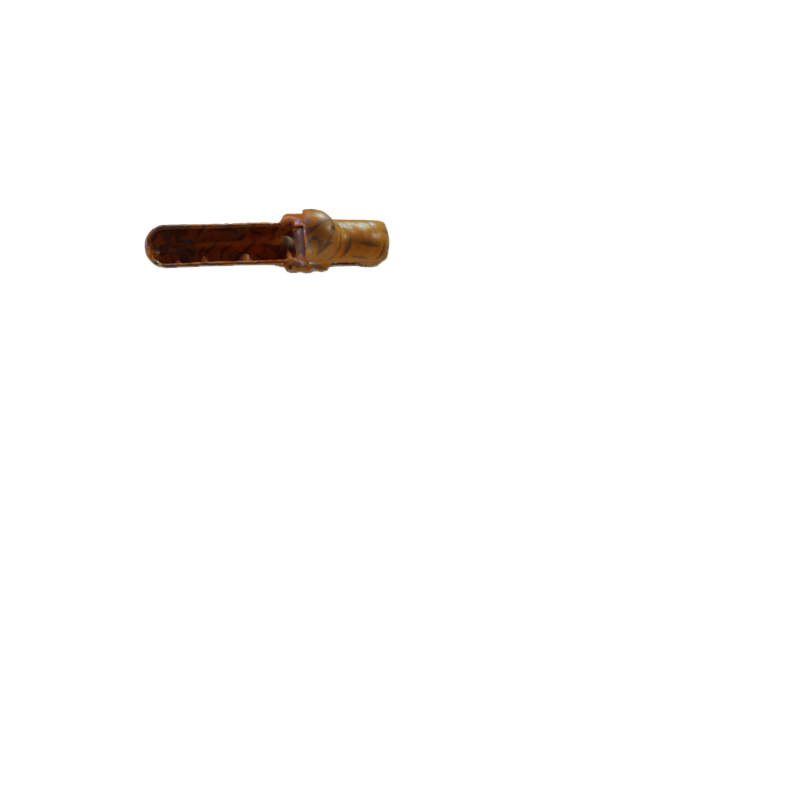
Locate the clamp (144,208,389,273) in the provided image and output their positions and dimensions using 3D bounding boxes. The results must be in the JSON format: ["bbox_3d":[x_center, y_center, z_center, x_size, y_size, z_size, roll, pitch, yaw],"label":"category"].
[{"bbox_3d":[-0.051,-0.094,0.657,0.125,0.039,0.166,7,12,38],"label":"clamp"}]
